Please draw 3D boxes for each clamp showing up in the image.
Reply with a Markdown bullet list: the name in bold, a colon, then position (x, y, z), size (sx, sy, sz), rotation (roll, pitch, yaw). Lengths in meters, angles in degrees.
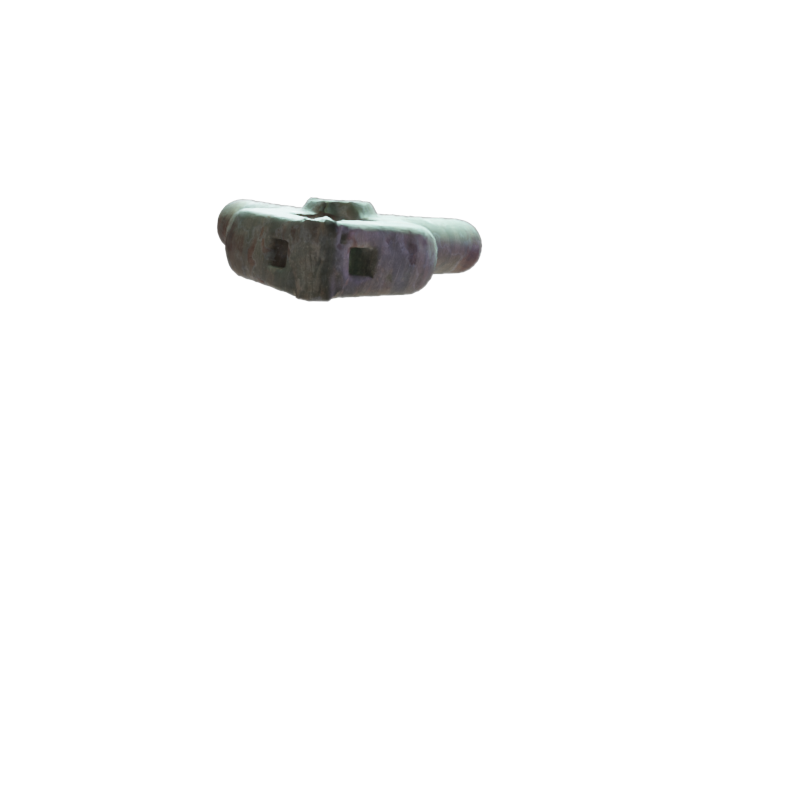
- **clamp**: position (-0.035, -0.064, 0.446), size (0.122, 0.039, 0.170), rotation (2, 8, 11)
